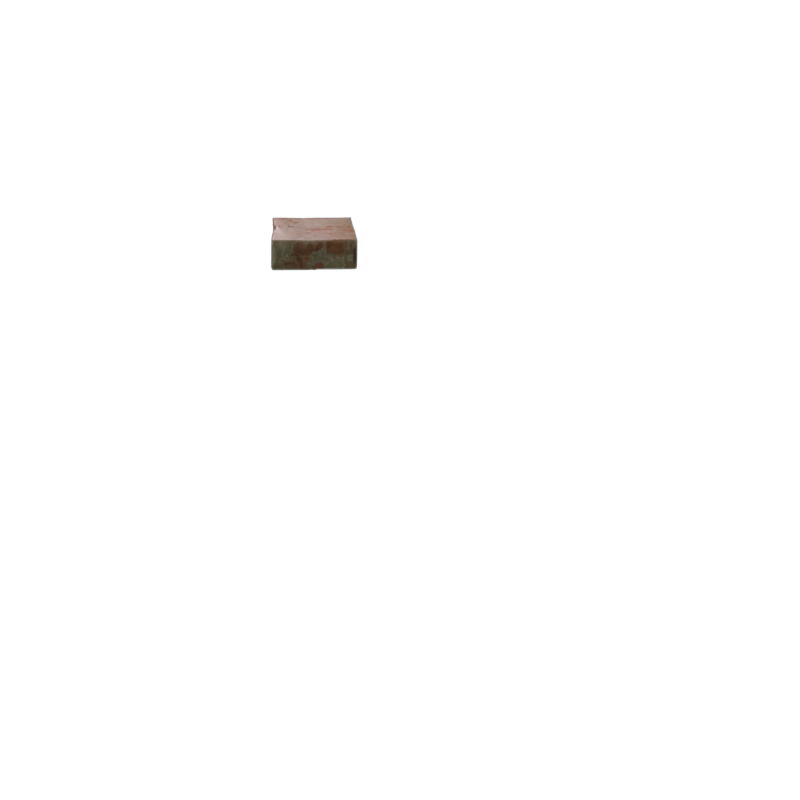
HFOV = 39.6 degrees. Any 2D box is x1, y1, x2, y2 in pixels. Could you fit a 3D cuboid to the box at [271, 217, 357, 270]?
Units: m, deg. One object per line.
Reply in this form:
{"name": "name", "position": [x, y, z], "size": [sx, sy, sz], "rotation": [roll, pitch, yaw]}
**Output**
{"name": "box", "position": [-0.076, -0.139, 0.973], "size": [0.073, 0.029, 0.093], "rotation": [-1, 21, -3]}
